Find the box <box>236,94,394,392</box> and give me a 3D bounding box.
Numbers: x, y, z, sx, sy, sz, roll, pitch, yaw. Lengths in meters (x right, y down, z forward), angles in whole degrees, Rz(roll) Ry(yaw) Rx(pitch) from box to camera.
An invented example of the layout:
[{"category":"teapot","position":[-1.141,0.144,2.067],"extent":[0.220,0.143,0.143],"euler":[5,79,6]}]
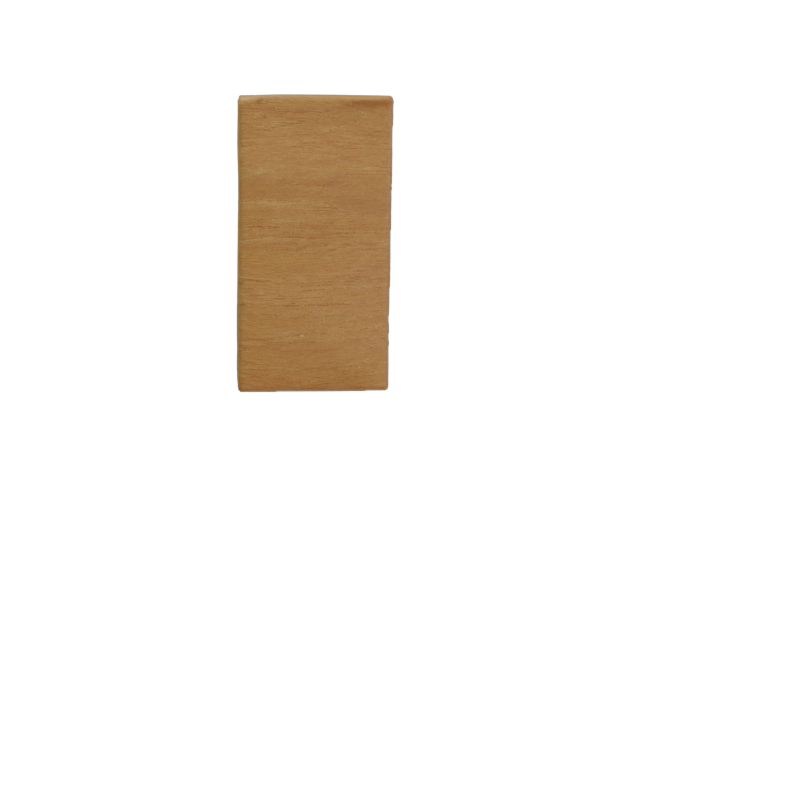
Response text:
[{"category":"box","position":[-0.052,-0.095,0.668],"extent":[0.093,0.172,0.049],"euler":[-1,10,-6]}]
